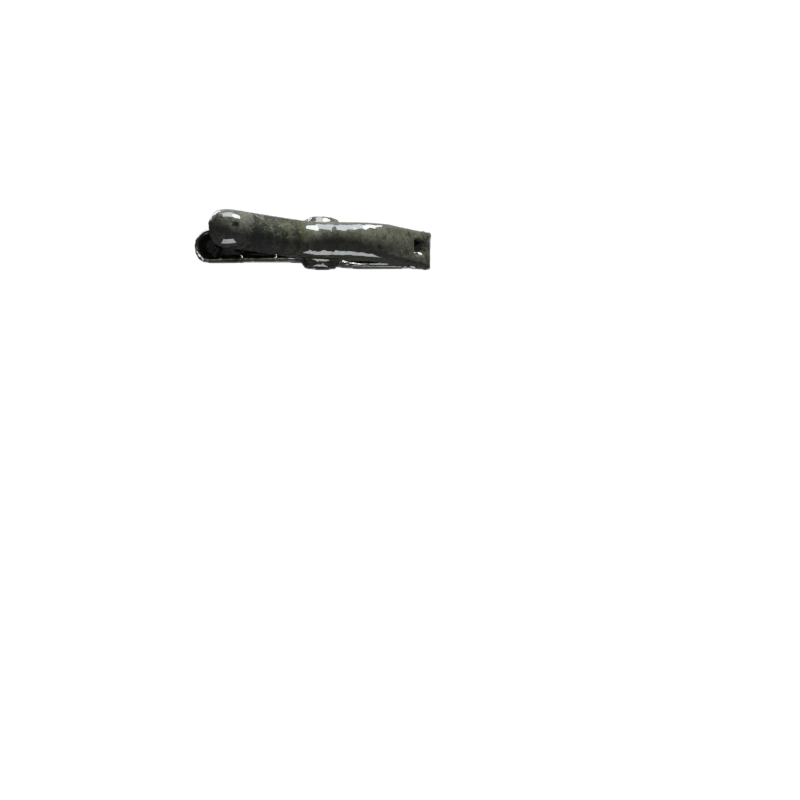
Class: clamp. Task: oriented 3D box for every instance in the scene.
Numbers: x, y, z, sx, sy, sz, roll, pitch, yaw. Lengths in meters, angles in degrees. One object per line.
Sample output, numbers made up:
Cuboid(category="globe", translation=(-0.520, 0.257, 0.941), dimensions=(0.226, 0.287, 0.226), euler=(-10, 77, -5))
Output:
Cuboid(category="clamp", translation=(-0.060, -0.110, 0.770), dimensions=(0.171, 0.039, 0.121), euler=(0, 6, -4))
